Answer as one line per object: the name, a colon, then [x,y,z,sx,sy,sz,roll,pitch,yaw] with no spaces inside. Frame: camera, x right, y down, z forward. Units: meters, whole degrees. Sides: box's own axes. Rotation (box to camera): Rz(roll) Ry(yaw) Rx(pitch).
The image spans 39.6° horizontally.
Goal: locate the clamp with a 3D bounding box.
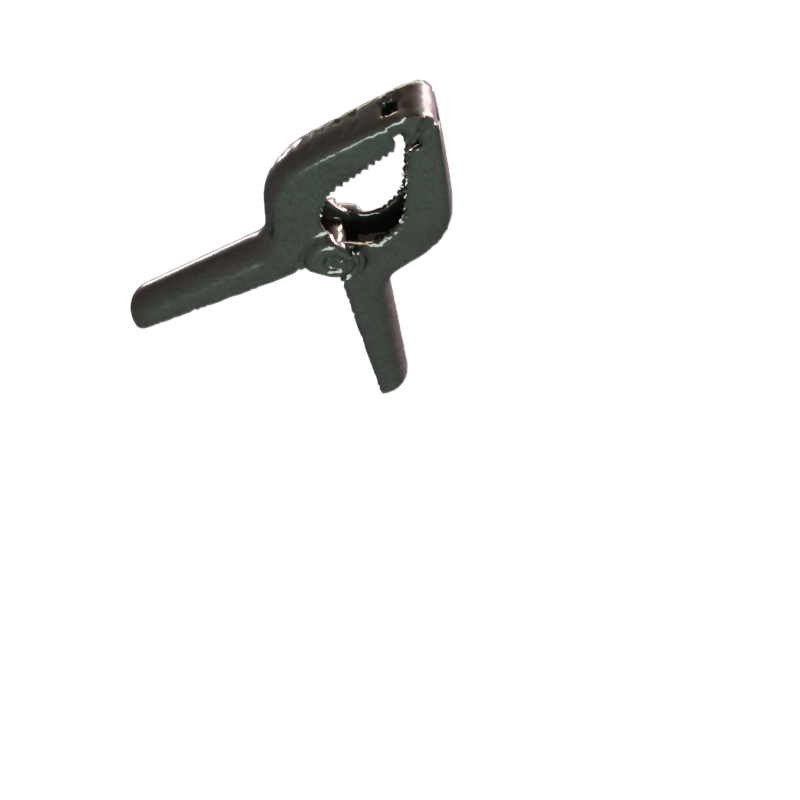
clamp: [-0.045,-0.081,0.570,0.161,0.039,0.200,12,-40,-14]
